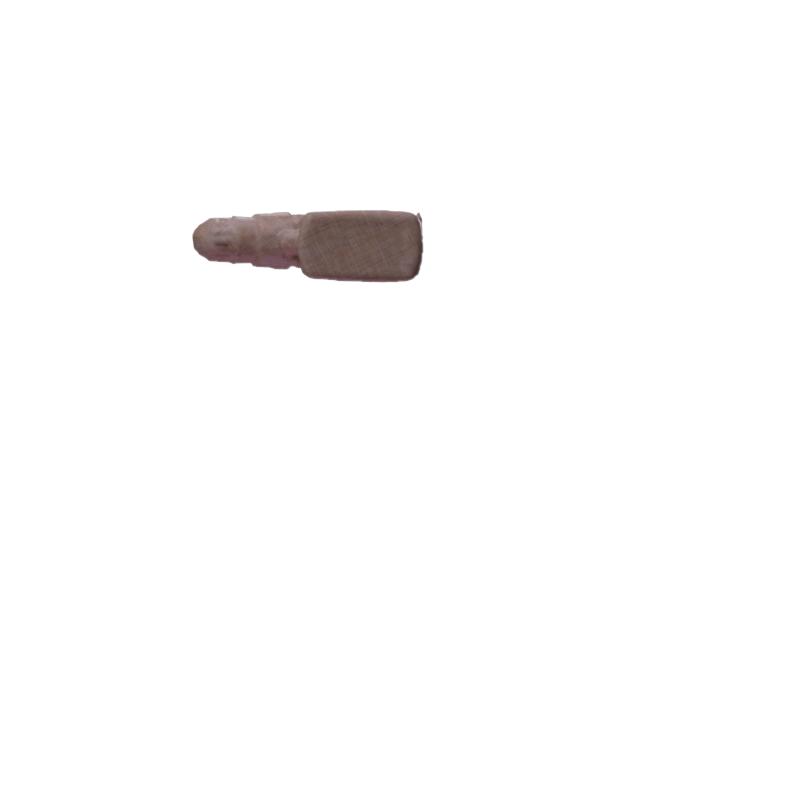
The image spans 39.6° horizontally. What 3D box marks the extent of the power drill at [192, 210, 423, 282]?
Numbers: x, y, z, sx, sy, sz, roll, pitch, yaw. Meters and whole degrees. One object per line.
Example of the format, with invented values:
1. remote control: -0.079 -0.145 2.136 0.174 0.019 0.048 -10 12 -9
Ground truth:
1. power drill: -0.074 -0.135 0.948 0.181 0.056 0.195 -3 11 -18
